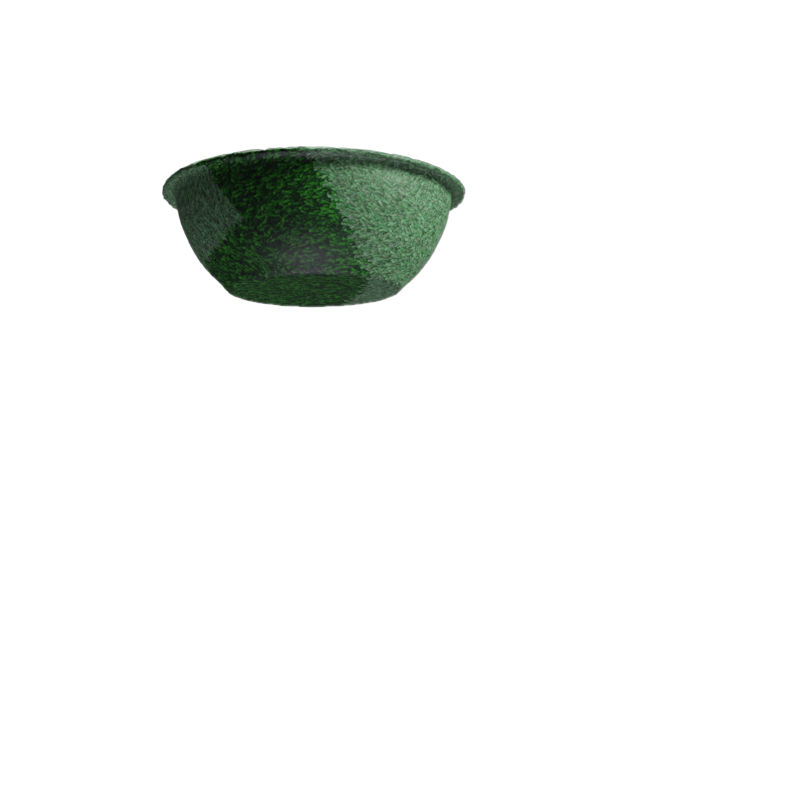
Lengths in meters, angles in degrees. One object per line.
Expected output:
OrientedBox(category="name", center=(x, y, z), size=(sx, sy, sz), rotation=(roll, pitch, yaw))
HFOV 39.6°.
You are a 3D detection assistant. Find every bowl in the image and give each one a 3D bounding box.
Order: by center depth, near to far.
OrientedBox(category="bowl", center=(-0.046, -0.084, 0.589), size=(0.162, 0.056, 0.158), rotation=(0, -7, -2))
